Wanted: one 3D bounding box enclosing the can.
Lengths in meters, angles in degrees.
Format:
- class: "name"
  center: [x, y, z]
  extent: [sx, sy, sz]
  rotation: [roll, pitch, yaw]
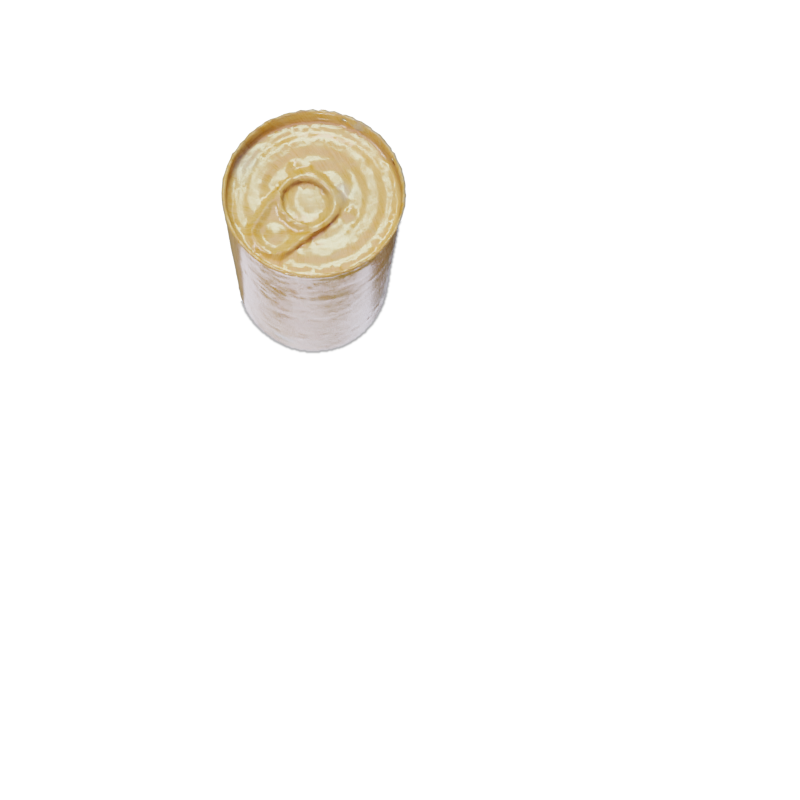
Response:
- class: "can"
  center: [-0.036, -0.065, 0.453]
  extent: [0.068, 0.072, 0.098]
  rotation: [0, -17, -3]
